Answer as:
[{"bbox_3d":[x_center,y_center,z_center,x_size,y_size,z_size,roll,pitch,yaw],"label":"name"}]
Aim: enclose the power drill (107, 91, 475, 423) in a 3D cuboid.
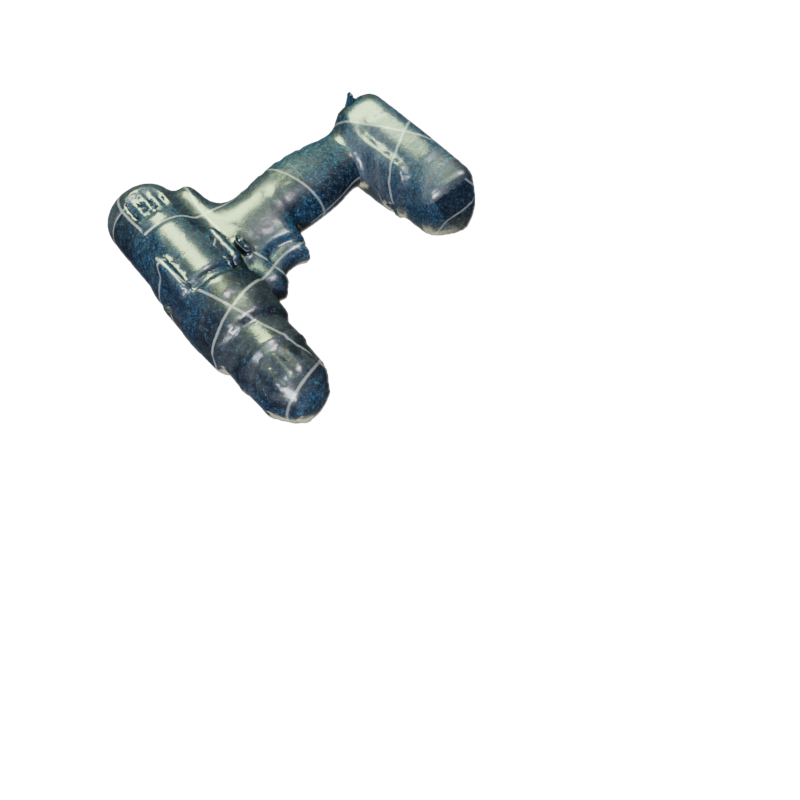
[{"bbox_3d":[-0.050,-0.091,0.637,0.188,0.197,0.053,-32,-31,-23],"label":"power drill"}]
